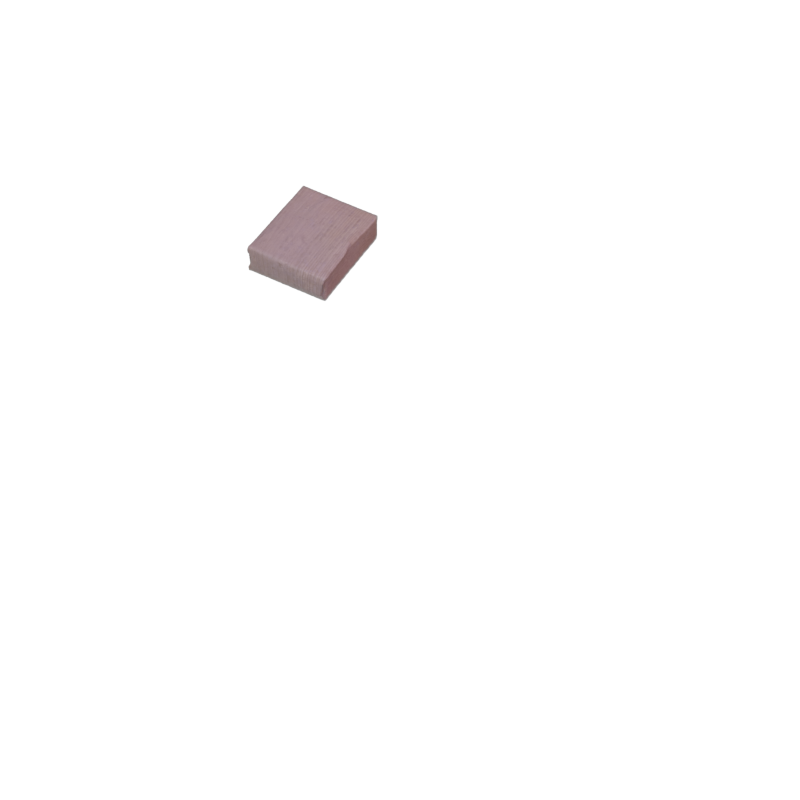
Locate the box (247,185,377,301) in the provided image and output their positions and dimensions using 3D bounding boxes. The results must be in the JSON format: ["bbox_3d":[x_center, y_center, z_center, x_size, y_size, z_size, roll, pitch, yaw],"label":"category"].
[{"bbox_3d":[-0.071,-0.129,0.904,0.076,0.028,0.092,23,52,19],"label":"box"}]
